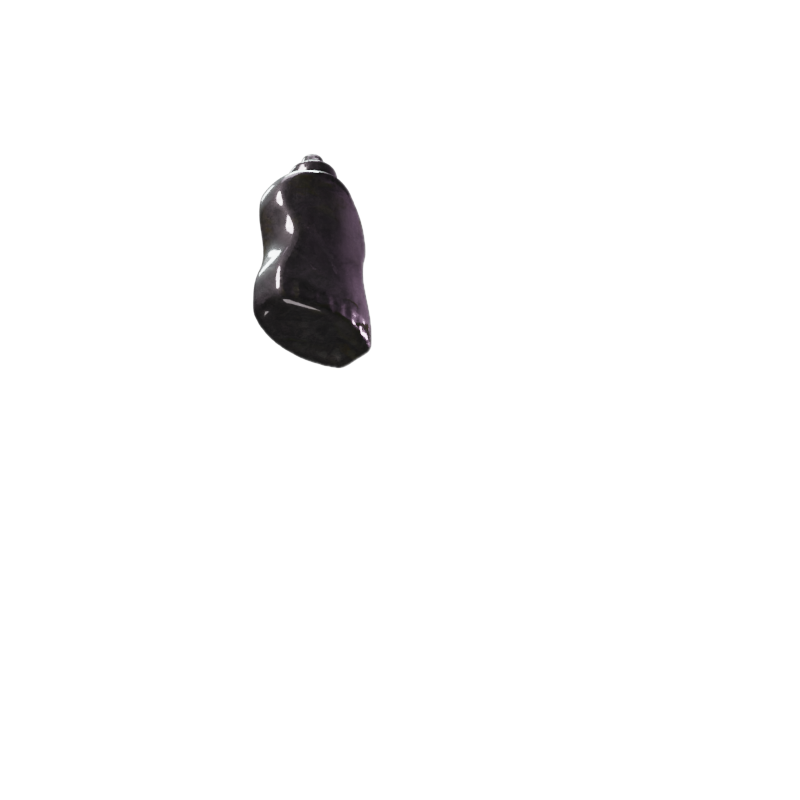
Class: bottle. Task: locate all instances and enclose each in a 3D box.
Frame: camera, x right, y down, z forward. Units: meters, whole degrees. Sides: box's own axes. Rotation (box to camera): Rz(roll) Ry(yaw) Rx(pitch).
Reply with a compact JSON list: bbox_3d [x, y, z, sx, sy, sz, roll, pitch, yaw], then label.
[{"bbox_3d":[-0.068,-0.124,0.868,0.090,0.206,0.058,29,-50,-32],"label":"bottle"}]
